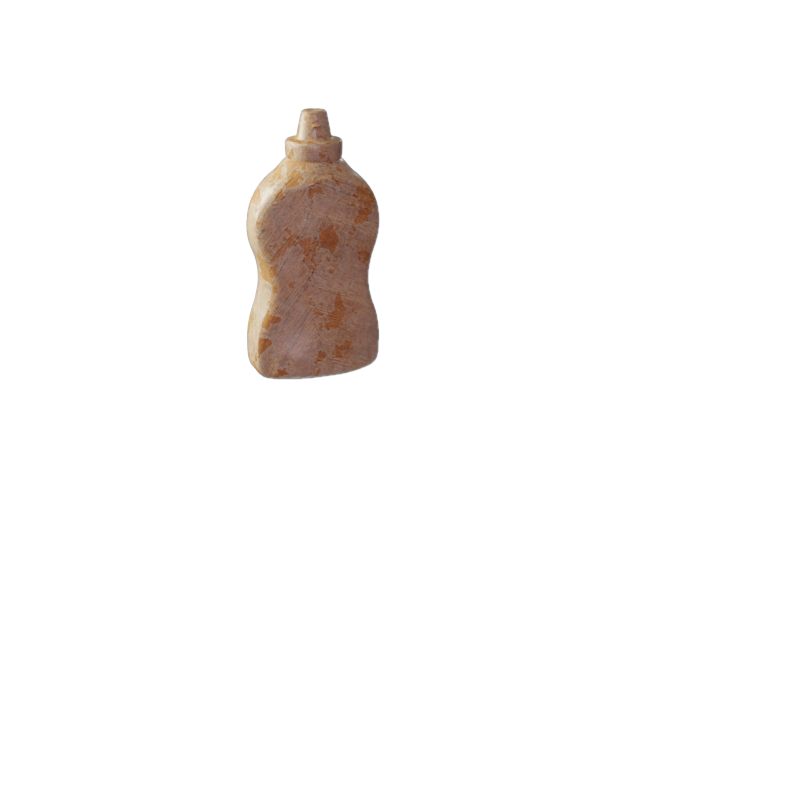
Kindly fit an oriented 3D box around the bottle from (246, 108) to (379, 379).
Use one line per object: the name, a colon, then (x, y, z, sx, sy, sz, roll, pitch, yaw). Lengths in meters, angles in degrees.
bottle: (-0.062, -0.114, 0.800, 0.094, 0.185, 0.062, -5, 17, -19)
